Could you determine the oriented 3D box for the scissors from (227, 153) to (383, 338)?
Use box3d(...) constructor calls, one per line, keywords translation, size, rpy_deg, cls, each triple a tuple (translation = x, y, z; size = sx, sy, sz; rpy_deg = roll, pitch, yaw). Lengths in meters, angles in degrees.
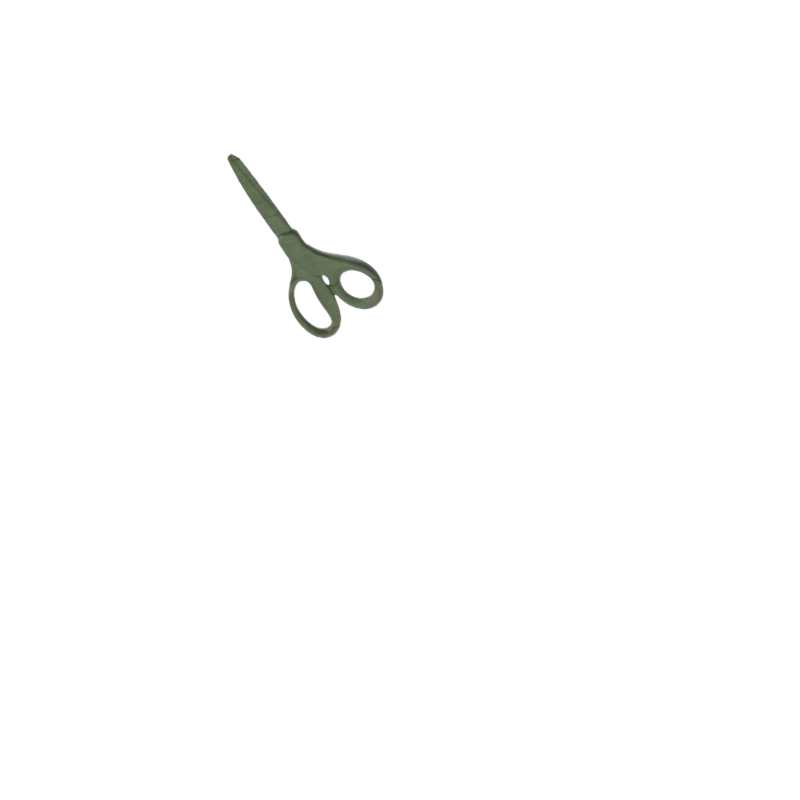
box3d(translation=(-0.076, -0.139, 0.976), size=(0.097, 0.188, 0.017), rpy_deg=(-12, 33, 8), cls="scissors")
